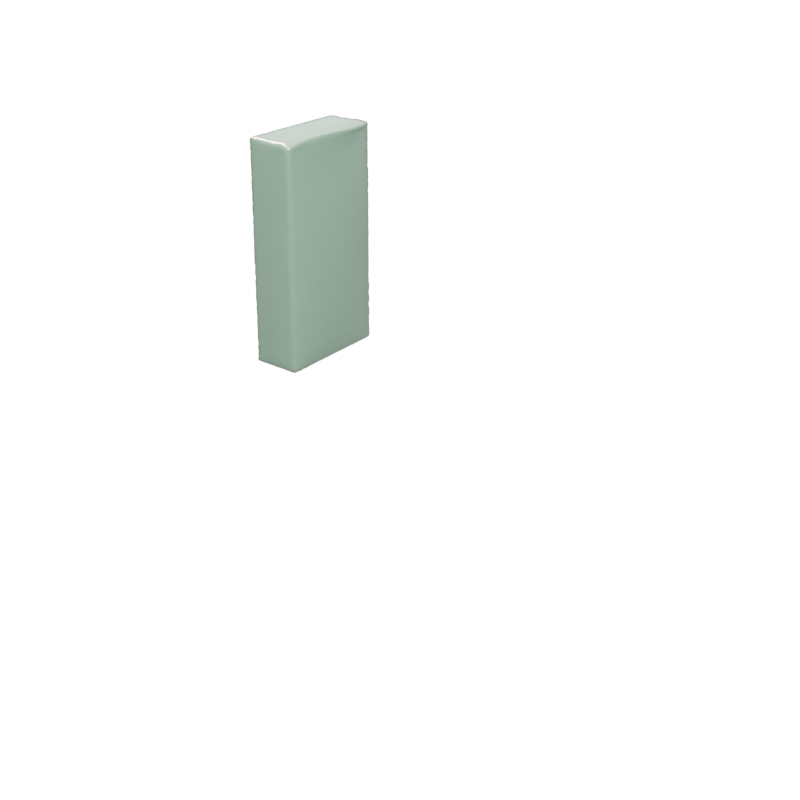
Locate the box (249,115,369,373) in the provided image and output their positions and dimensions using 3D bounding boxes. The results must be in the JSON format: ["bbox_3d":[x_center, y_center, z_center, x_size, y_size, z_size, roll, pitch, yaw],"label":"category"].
[{"bbox_3d":[-0.066,-0.120,0.839,0.051,0.168,0.093,18,28,34],"label":"box"}]
